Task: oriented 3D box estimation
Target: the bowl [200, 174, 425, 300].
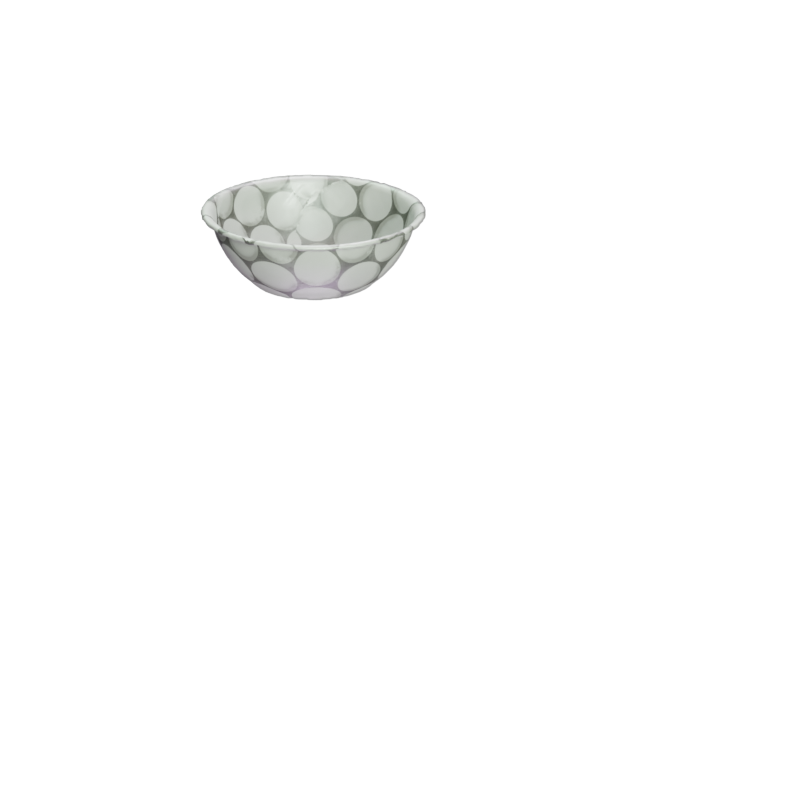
[{"bbox_3d":[-0.063,-0.115,0.806,0.162,0.052,0.171,-1,26,-2],"label":"bowl"}]
